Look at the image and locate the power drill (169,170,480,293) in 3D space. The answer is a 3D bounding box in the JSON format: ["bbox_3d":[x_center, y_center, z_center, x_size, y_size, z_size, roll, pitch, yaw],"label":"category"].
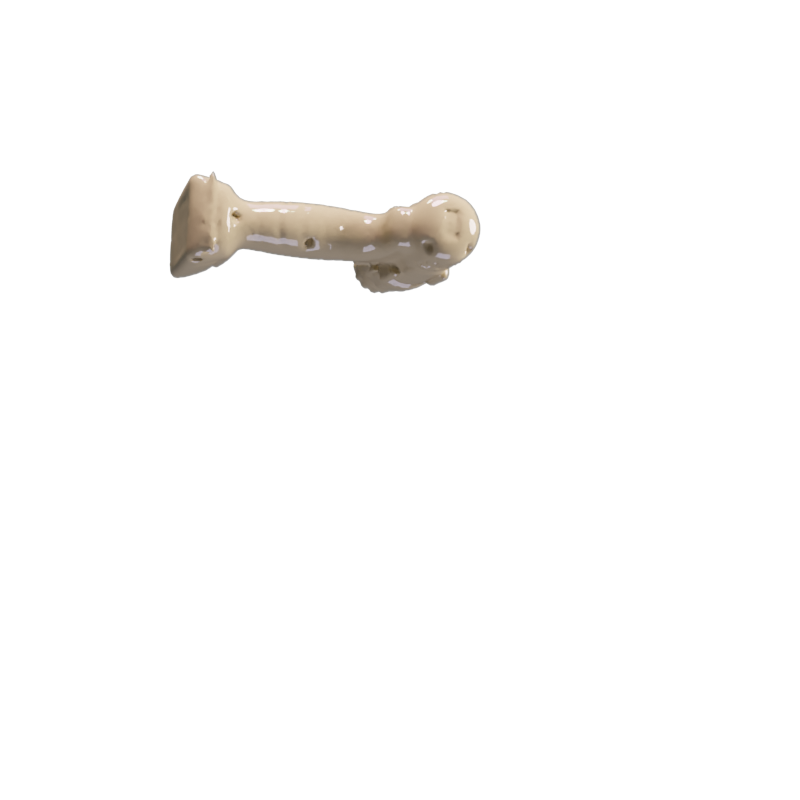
[{"bbox_3d":[-0.059,-0.107,0.752,0.184,0.059,0.184,1,-5,-15],"label":"power drill"}]
